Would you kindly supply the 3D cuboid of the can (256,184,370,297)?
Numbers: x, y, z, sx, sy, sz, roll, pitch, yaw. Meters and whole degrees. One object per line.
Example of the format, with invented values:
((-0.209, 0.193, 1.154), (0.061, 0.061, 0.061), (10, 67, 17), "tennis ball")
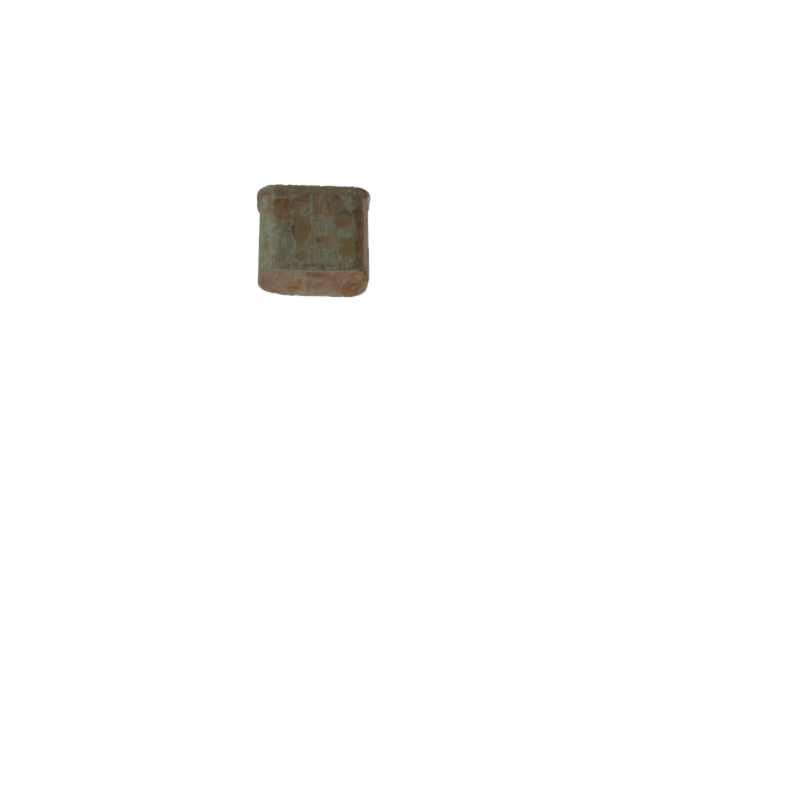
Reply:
((-0.076, -0.140, 0.978), (0.101, 0.089, 0.054), (1, -26, -4), "can")
